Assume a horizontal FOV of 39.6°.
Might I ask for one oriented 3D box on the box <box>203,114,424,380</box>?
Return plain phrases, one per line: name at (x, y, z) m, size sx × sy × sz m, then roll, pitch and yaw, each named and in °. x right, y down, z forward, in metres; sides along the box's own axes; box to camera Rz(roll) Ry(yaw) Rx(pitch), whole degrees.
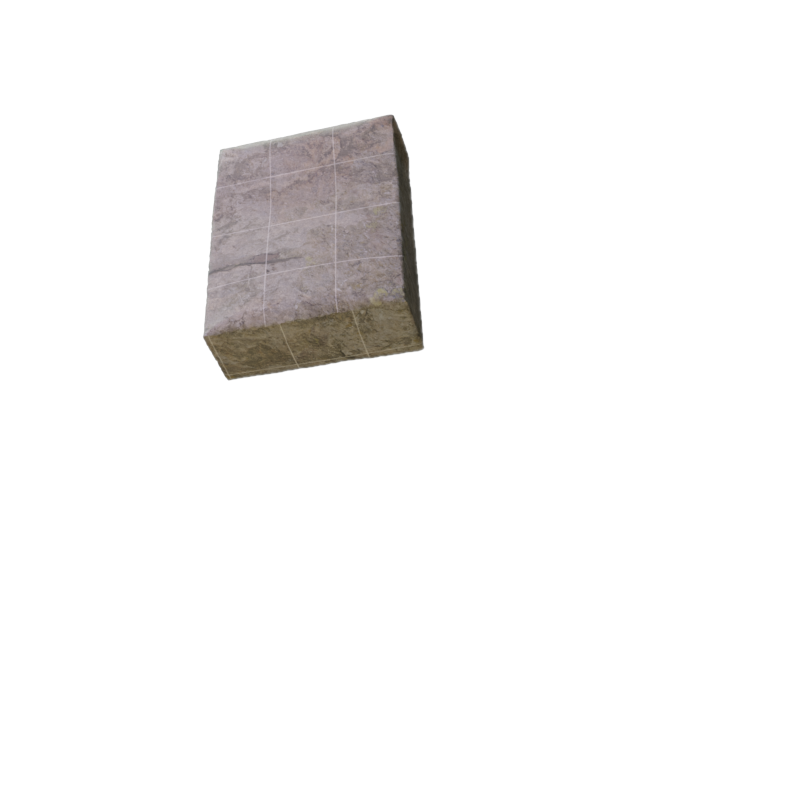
box at (-0.072, -0.132, 0.924) m, size 0.166 × 0.229 × 0.066 m, roll -10°, pitch -38°, yaw 10°
